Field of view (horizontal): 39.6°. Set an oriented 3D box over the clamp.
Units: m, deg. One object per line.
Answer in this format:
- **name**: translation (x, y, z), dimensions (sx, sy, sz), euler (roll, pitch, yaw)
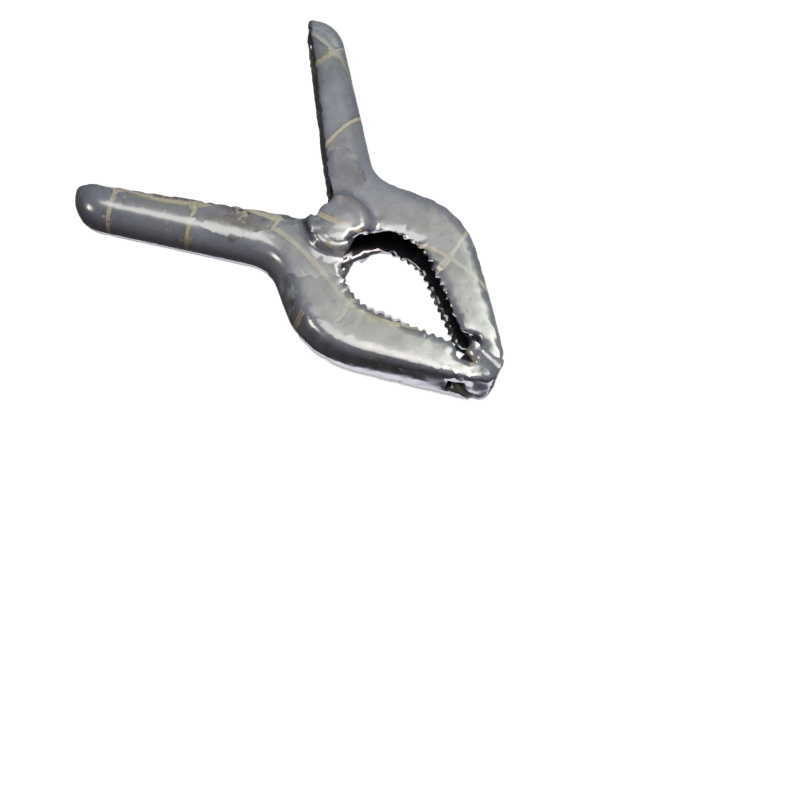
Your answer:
- **clamp**: translation (-0.041, -0.075, 0.524), dimensions (0.165, 0.222, 0.034), euler (-34, -21, -15)
